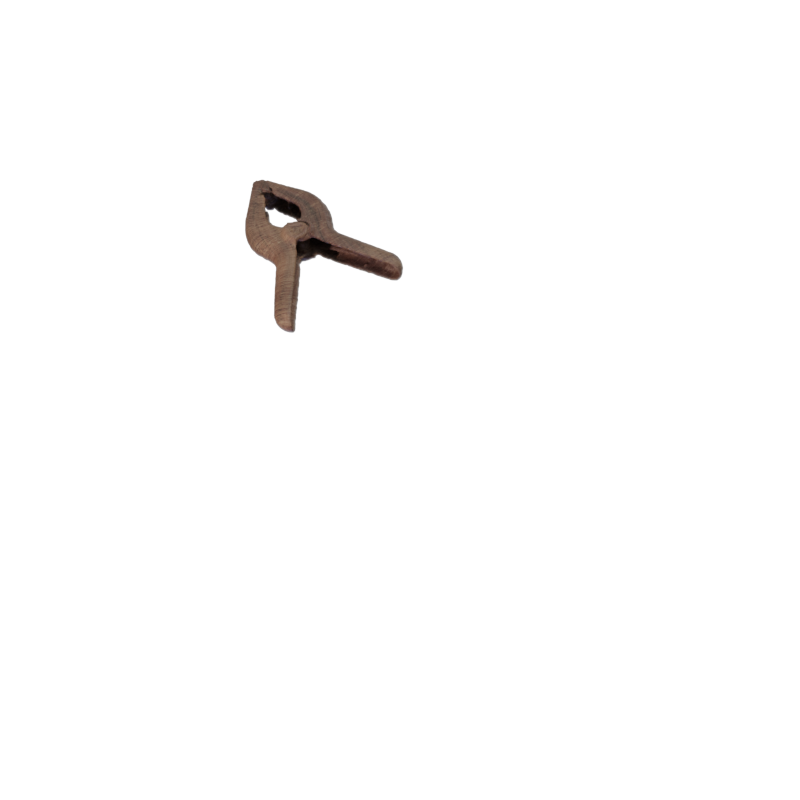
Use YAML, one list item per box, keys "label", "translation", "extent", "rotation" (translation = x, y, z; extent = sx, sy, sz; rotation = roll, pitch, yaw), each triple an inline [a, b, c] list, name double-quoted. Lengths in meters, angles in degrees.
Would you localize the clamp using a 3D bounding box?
- label: "clamp"
  translation: [-0.077, -0.141, 0.988]
  extent: [0.119, 0.185, 0.036]
  rotation: [-17, -37, -14]
